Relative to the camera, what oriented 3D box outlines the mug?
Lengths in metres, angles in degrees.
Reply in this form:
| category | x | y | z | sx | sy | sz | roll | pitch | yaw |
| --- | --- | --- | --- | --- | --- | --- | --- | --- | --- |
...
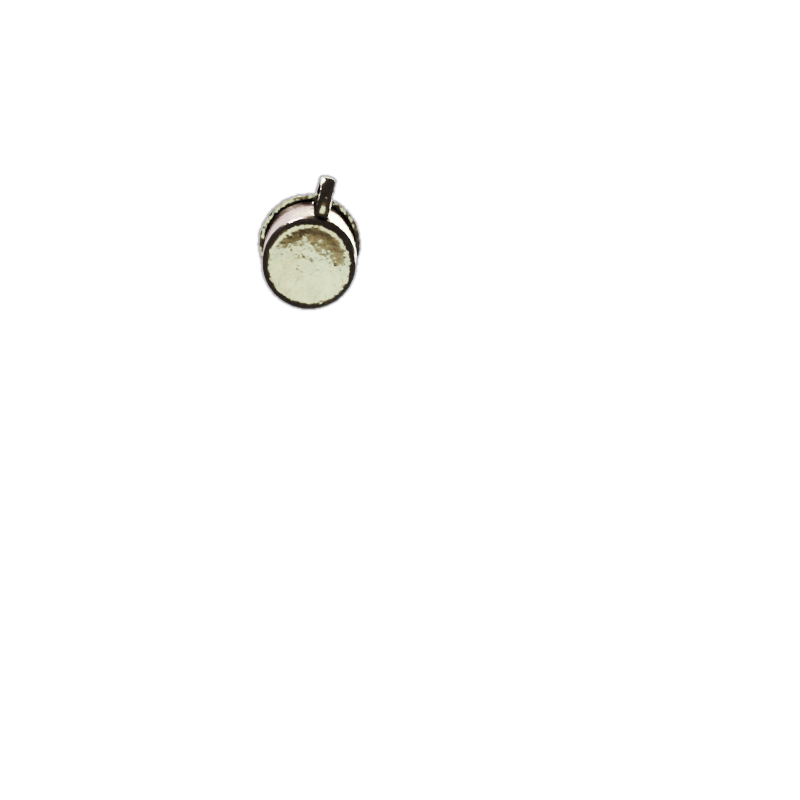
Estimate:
| category | x | y | z | sx | sy | sz | roll | pitch | yaw |
| --- | --- | --- | --- | --- | --- | --- | --- | --- | --- |
| mug | -0.076 | -0.139 | 0.975 | 0.092 | 0.114 | 0.085 | 17 | 15 | -7 |
